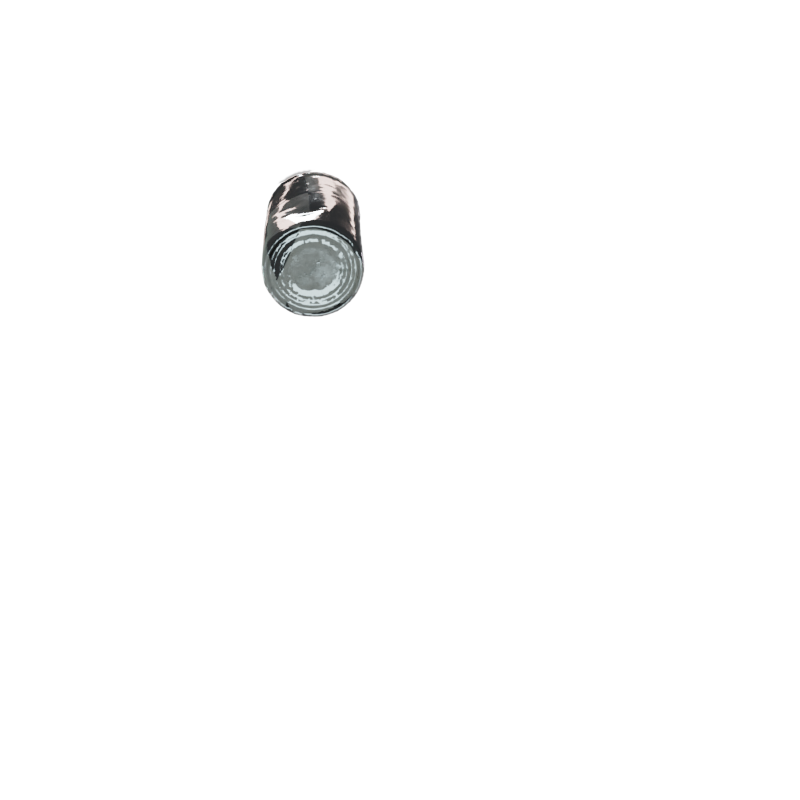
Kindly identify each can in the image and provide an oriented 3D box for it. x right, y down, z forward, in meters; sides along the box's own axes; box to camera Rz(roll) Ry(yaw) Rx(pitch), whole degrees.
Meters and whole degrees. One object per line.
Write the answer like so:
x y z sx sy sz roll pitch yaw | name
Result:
-0.059 -0.108 0.757 0.068 0.065 0.108 0 27 -3 | can
